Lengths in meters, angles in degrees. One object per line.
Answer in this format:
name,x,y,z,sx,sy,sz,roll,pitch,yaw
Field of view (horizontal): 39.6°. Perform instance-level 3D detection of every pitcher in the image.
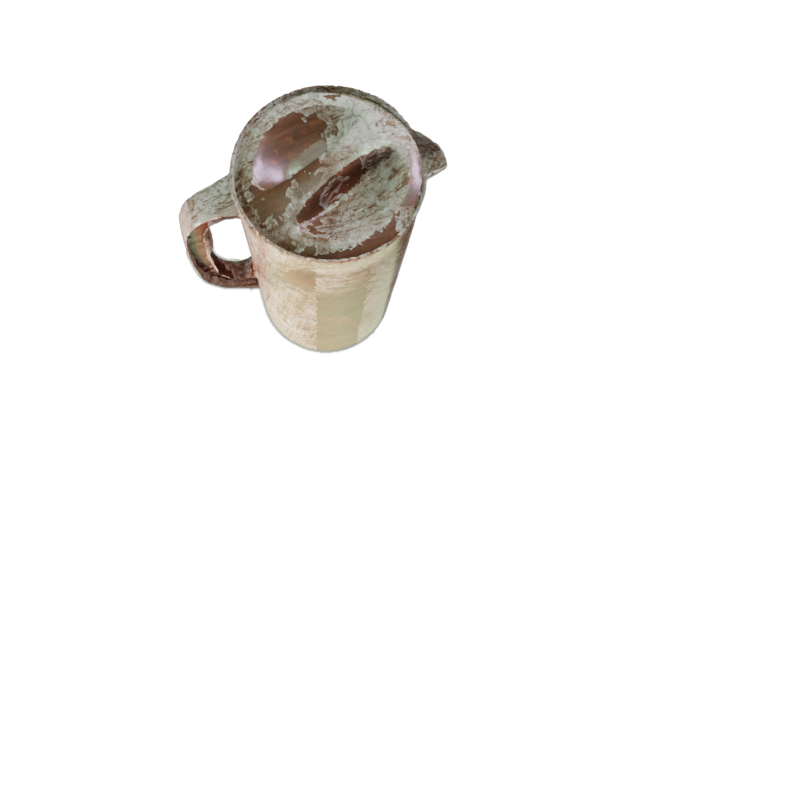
pitcher,-0.066,-0.121,0.844,0.152,0.149,0.232,28,-18,6
